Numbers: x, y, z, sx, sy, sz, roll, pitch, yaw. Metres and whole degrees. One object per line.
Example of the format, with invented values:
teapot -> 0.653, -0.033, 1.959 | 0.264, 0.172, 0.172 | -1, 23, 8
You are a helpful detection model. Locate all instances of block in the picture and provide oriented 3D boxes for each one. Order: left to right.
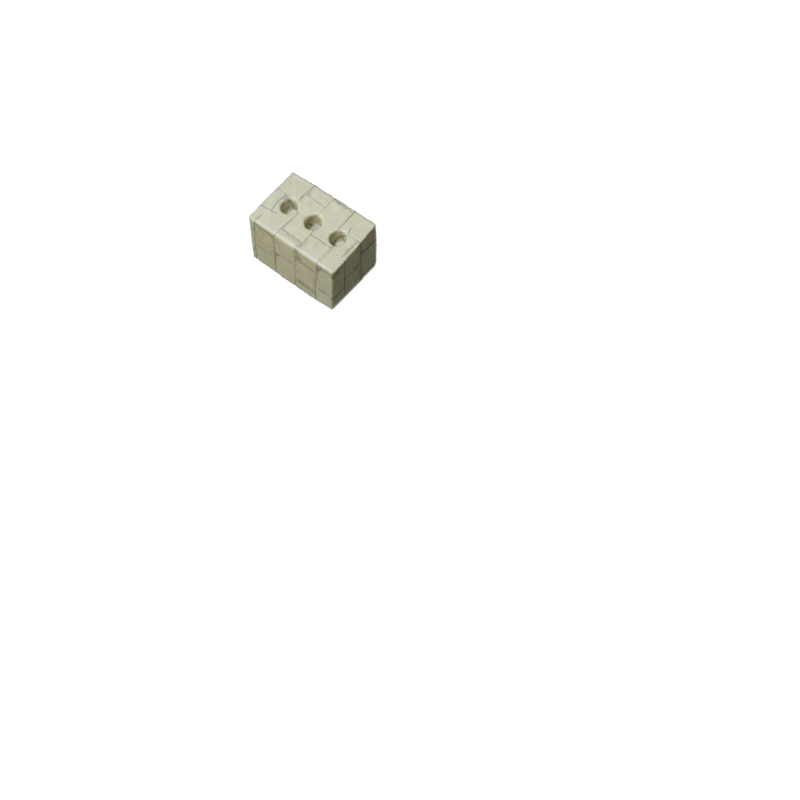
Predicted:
block -> -0.062, -0.114, 0.797 | 0.081, 0.054, 0.048 | 34, -26, 17
